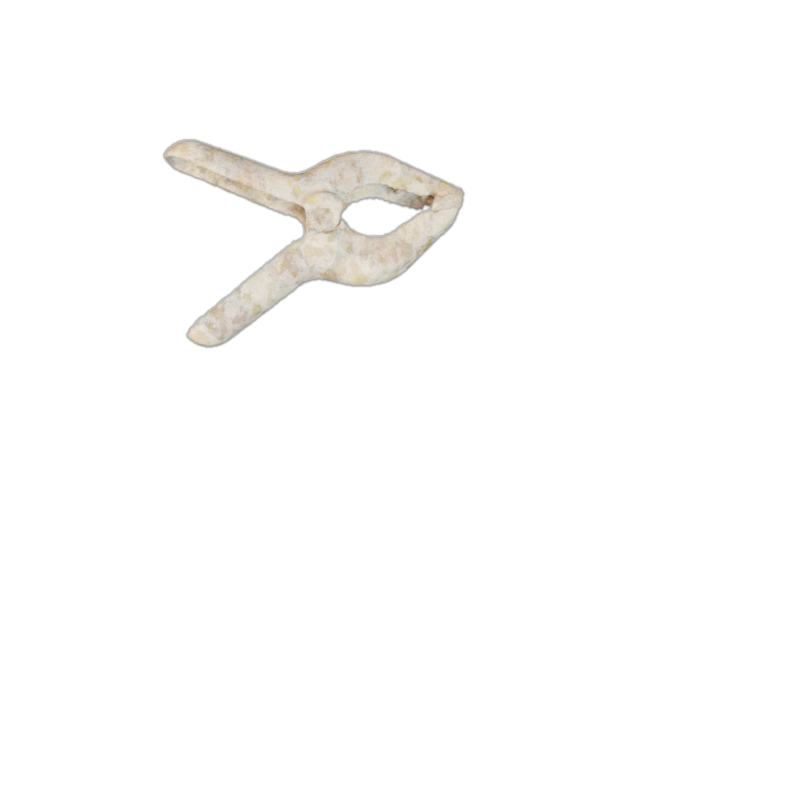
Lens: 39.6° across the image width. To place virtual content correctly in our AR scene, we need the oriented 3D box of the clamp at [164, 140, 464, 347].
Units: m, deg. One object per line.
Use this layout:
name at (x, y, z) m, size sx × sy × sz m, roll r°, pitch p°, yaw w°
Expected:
clamp at (-0.049, -0.090, 0.629) m, size 0.171 × 0.123 × 0.038 m, roll -1°, pitch -10°, yaw 0°
